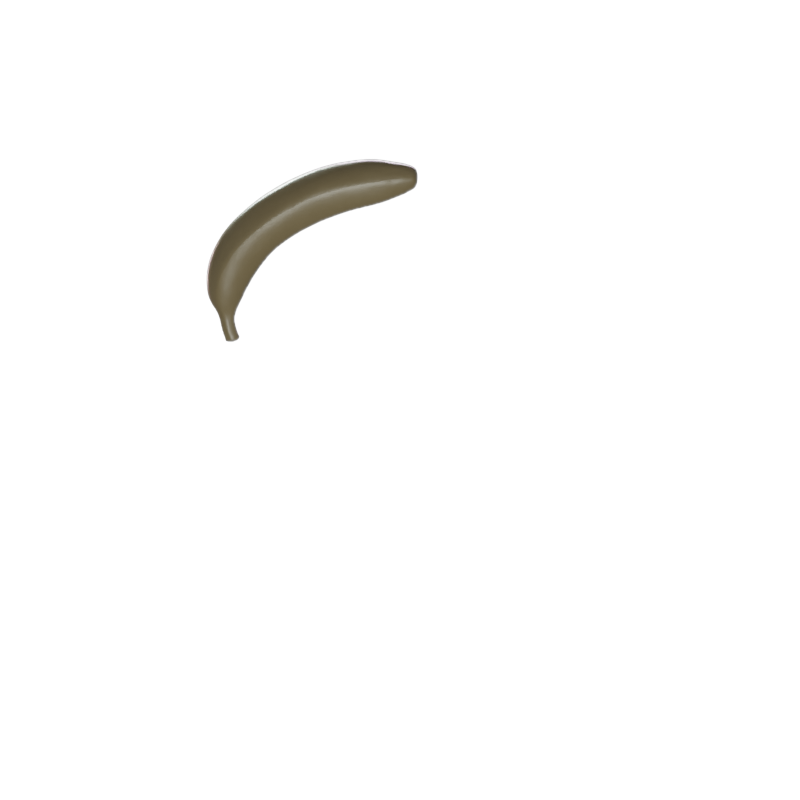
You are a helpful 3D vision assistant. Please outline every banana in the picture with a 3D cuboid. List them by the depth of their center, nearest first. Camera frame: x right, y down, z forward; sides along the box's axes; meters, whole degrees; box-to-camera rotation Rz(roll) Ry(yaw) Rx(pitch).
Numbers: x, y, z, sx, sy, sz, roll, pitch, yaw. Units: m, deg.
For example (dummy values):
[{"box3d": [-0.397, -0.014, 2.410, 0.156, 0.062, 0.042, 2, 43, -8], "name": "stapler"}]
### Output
[{"box3d": [-0.080, -0.127, 0.823, 0.196, 0.066, 0.039, -38, 24, 19], "name": "banana"}]
